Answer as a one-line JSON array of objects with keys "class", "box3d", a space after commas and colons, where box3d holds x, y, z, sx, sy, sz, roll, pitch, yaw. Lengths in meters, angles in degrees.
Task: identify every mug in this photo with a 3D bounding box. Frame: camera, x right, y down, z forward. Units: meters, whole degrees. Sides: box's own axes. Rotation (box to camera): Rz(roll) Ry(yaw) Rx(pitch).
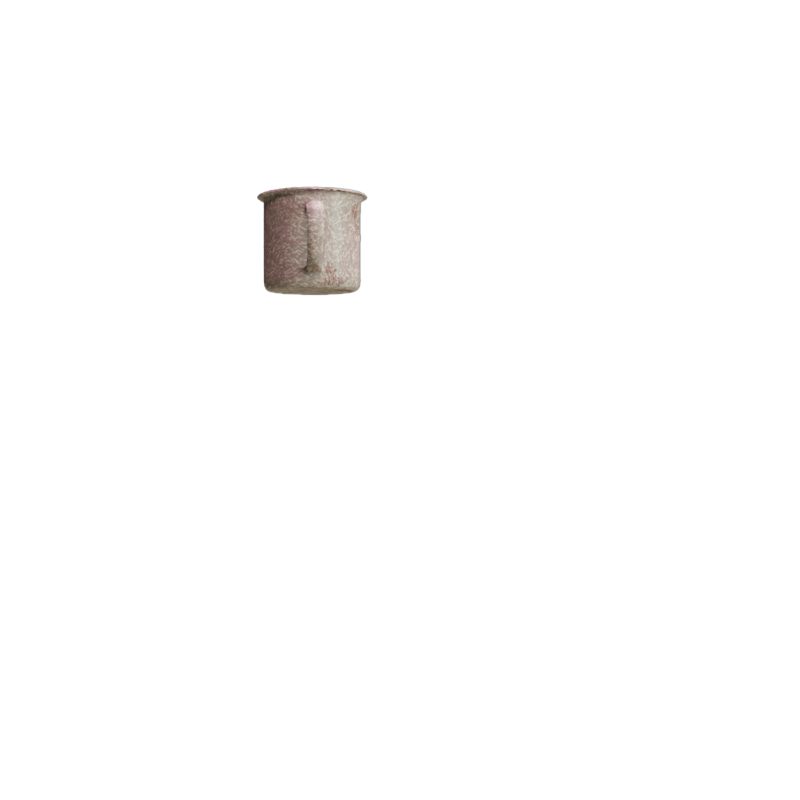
[{"class": "mug", "box3d": [-0.072, -0.132, 0.921, 0.092, 0.083, 0.117, 0, -2, -8]}]
